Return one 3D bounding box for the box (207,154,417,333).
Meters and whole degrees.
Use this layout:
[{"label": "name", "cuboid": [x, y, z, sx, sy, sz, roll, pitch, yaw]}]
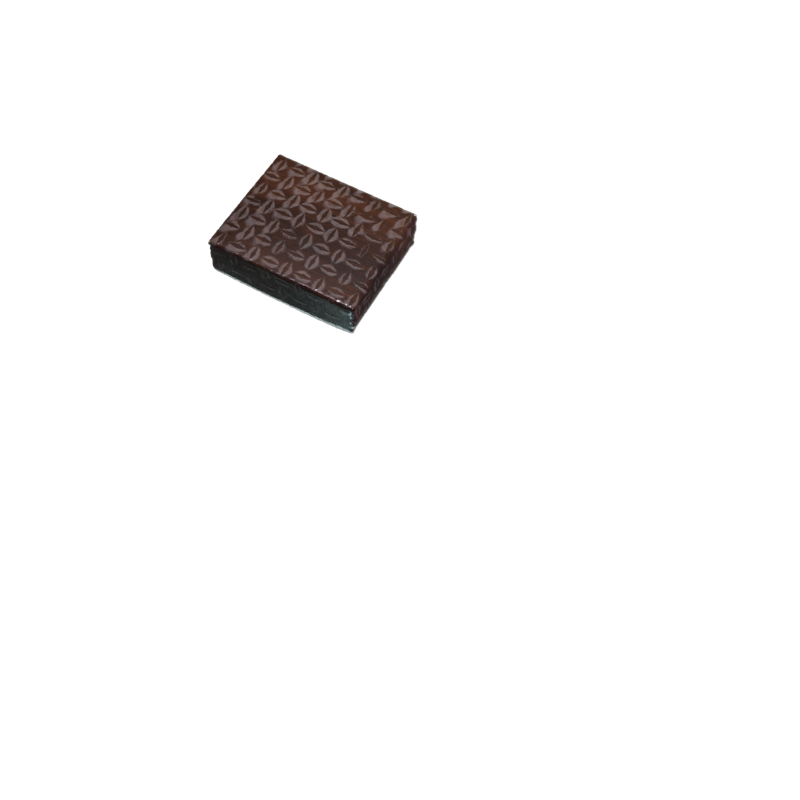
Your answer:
[{"label": "box", "cuboid": [-0.059, -0.107, 0.748, 0.118, 0.093, 0.036, 26, -29, 15]}]
